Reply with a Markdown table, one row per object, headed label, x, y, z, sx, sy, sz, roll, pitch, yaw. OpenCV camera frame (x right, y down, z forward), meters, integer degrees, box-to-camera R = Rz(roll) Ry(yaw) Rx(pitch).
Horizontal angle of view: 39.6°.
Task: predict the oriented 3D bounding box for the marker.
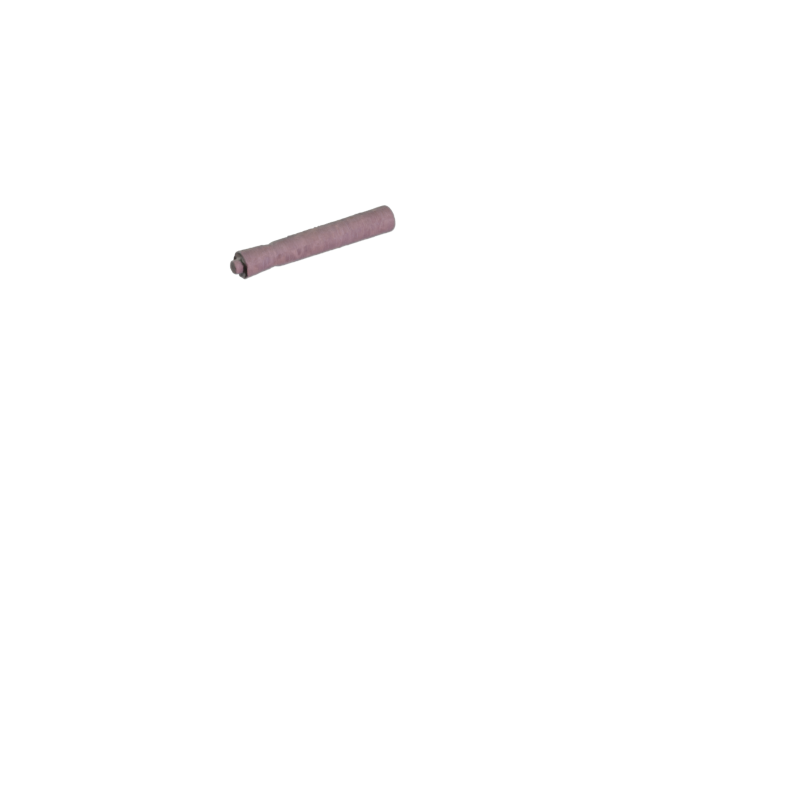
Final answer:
| label | x | y | z | sx | sy | sz | roll | pitch | yaw |
| --- | --- | --- | --- | --- | --- | --- | --- | --- | --- |
| marker | -0.057 | -0.104 | 0.729 | 0.120 | 0.019 | 0.020 | -22 | 15 | -28 |
